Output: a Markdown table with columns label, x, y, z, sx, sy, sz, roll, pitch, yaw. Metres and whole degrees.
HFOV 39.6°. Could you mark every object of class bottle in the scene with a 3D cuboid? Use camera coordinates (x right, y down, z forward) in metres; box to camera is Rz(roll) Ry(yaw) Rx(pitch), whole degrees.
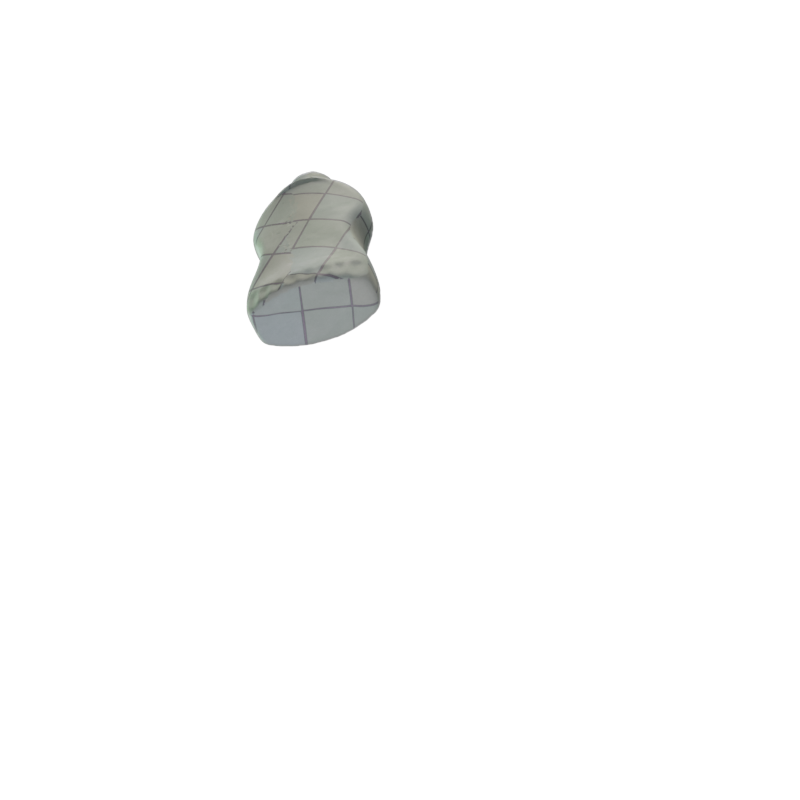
| label | x | y | z | sx | sy | sz | roll | pitch | yaw |
| --- | --- | --- | --- | --- | --- | --- | --- | --- | --- |
| bottle | -0.069 | -0.125 | 0.874 | 0.096 | 0.054 | 0.205 | -19 | 37 | 11 |
